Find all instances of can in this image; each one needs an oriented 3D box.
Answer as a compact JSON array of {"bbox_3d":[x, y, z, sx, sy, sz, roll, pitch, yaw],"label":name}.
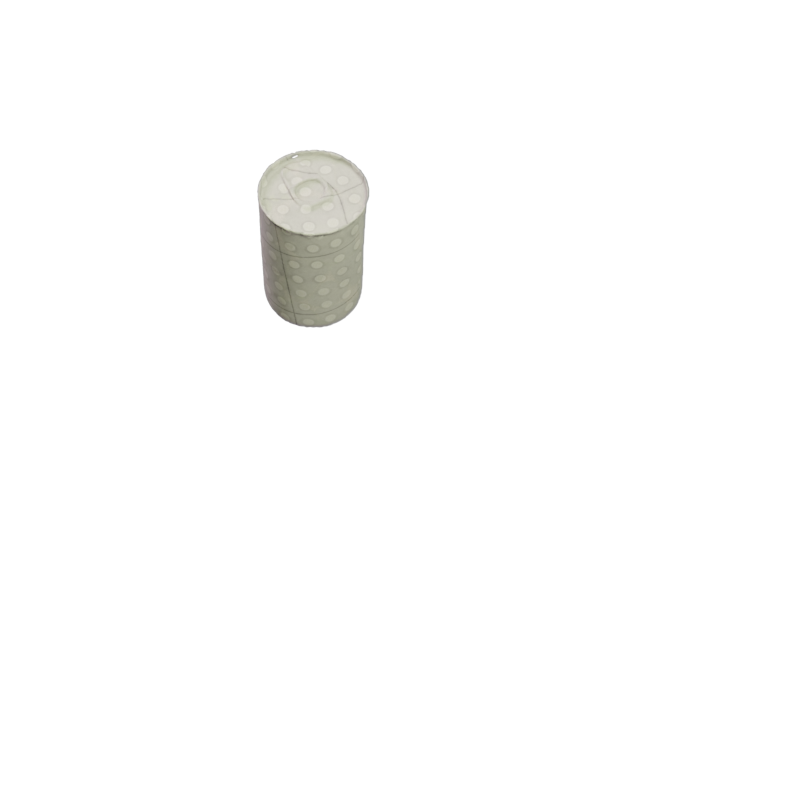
[{"bbox_3d":[-0.056,-0.101,0.711,0.068,0.073,0.096,0,-34,-3],"label":"can"}]
